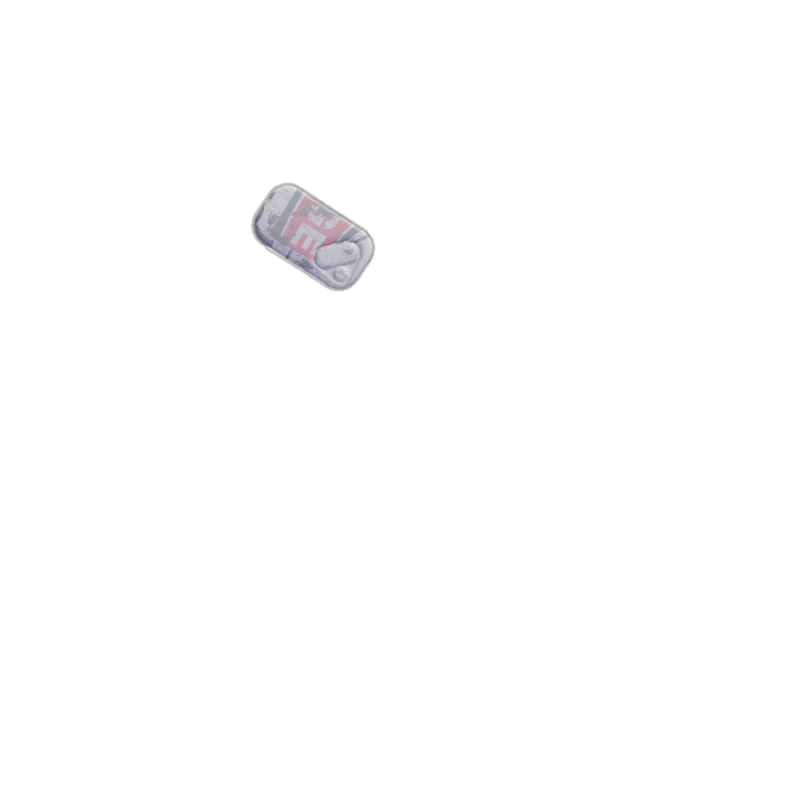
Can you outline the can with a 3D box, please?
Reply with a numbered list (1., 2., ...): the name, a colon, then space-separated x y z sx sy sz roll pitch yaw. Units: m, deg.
1. can: -0.076 -0.138 0.968 0.102 0.058 0.083 33 -2 0
